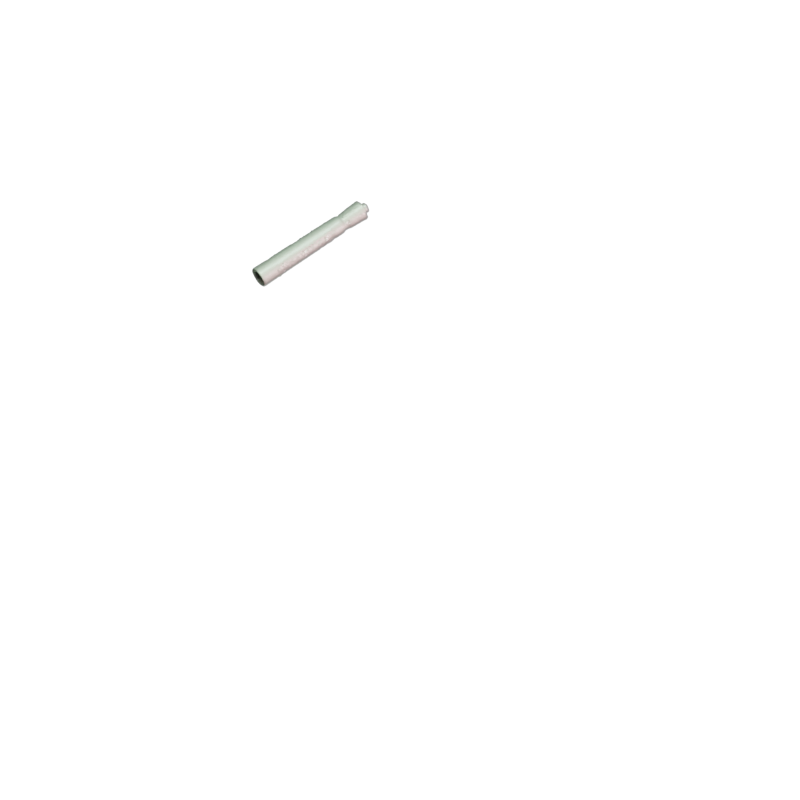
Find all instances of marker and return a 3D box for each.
[{"bbox_3d":[-0.077,-0.140,0.977,0.121,0.019,0.020,-36,18,-19],"label":"marker"}]
